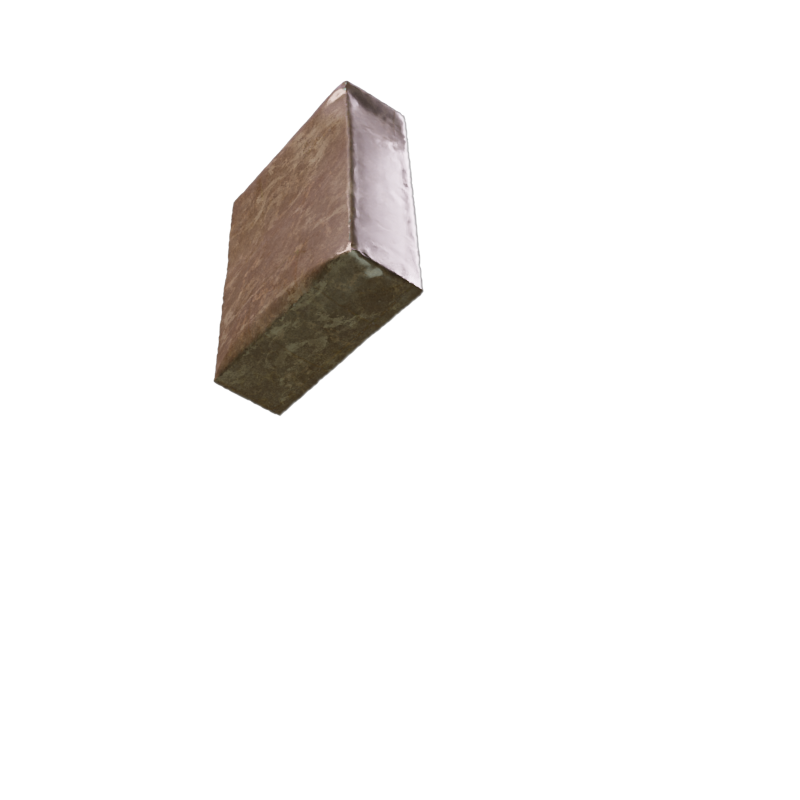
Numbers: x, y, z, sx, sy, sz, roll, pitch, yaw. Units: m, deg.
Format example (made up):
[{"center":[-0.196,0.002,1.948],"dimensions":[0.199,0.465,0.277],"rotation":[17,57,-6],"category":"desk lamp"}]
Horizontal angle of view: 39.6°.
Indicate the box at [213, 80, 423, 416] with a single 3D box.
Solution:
[{"center":[-0.067,-0.122,0.852],"dimensions":[0.068,0.230,0.161],"rotation":[30,-54,-29],"category":"box"}]
